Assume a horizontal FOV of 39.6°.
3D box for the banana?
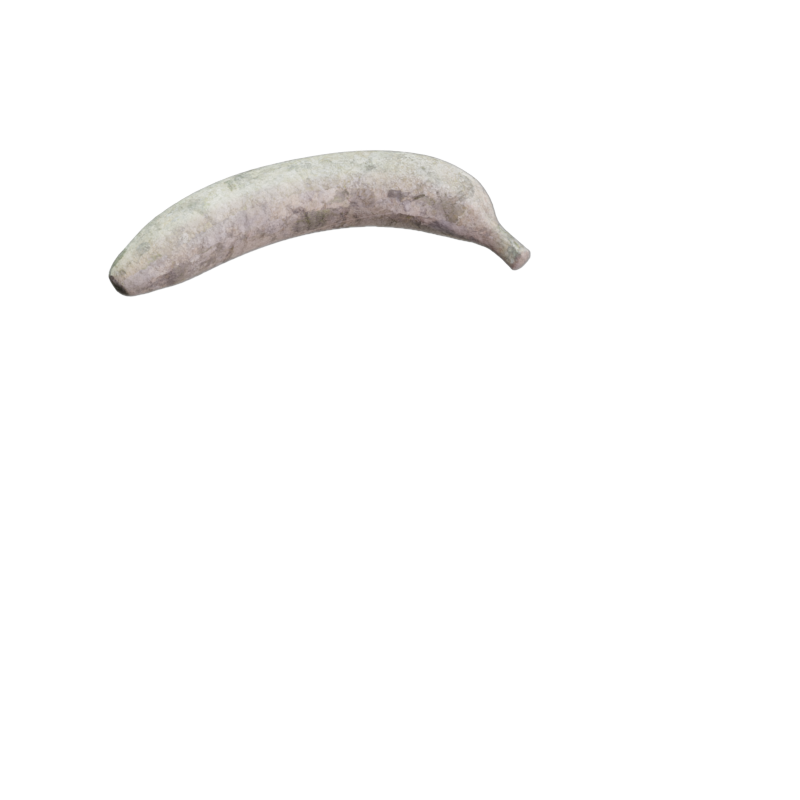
[{"bbox_3d":[-0.040,-0.088,0.531,0.196,0.075,0.034,-6,-43,-6],"label":"banana"}]
